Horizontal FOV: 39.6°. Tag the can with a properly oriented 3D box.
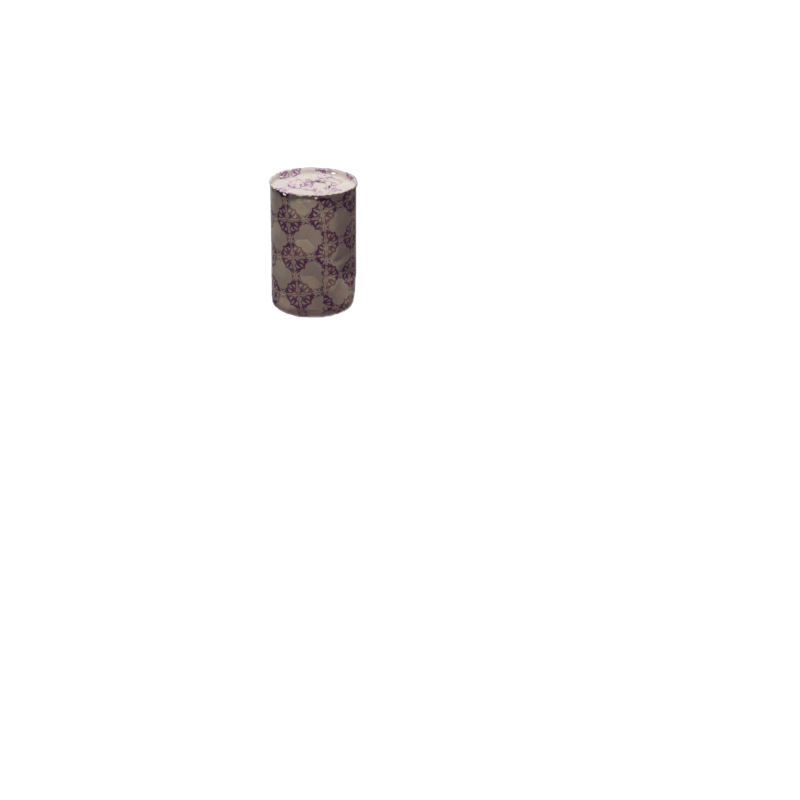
[{"bbox_3d":[-0.068,-0.124,0.869,0.068,0.097,0.072,0,25,-2],"label":"can"}]
